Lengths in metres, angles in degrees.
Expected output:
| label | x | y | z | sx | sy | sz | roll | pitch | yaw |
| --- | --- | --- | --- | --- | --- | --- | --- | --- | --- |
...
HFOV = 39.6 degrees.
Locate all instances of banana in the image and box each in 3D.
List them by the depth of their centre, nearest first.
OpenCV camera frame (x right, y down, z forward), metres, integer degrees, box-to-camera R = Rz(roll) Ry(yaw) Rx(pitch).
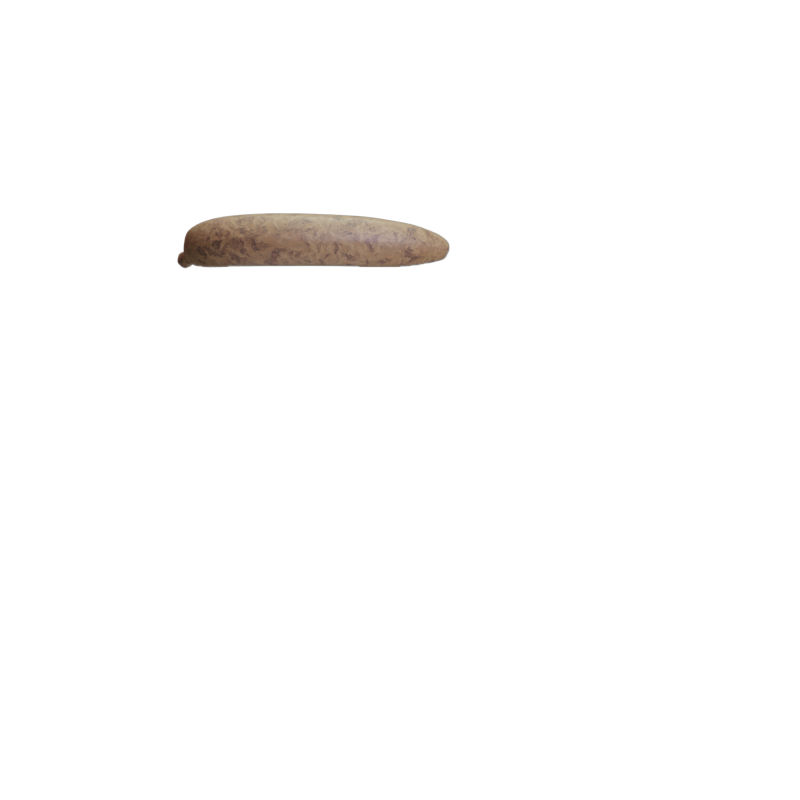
| label | x | y | z | sx | sy | sz | roll | pitch | yaw |
| --- | --- | --- | --- | --- | --- | --- | --- | --- | --- |
| banana | -0.067 | -0.110 | 0.764 | 0.200 | 0.037 | 0.069 | 1 | 4 | 10 |
